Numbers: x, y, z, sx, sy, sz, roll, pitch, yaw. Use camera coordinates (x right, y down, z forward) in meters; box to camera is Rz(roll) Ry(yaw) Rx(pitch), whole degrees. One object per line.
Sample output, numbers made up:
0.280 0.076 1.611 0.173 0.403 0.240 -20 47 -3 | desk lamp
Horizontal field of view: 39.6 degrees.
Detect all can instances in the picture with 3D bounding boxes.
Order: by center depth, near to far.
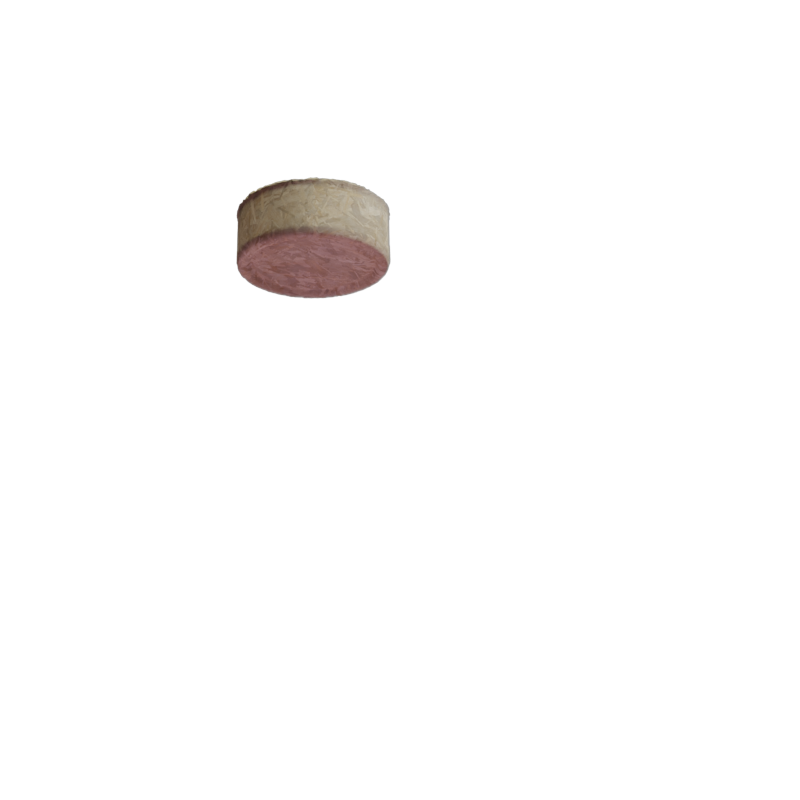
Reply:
-0.048 -0.088 0.613 0.086 0.035 0.082 0 -21 -2 | can
